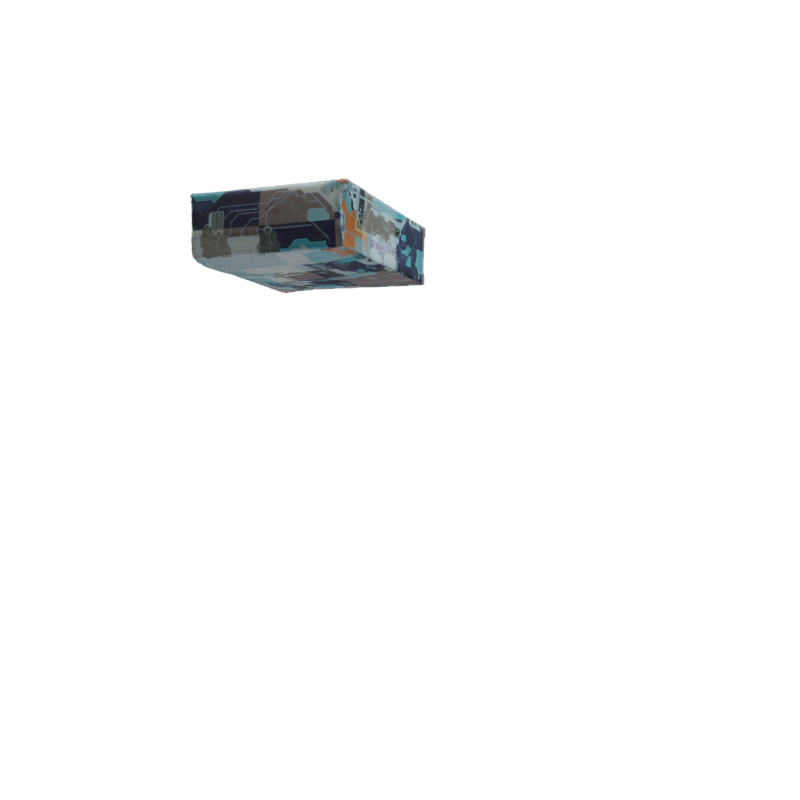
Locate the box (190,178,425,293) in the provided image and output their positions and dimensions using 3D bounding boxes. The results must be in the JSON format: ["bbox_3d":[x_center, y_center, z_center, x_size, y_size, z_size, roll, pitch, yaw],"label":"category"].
[{"bbox_3d":[-0.047,-0.085,0.594,0.092,0.040,0.109,-2,-4,23],"label":"box"}]
